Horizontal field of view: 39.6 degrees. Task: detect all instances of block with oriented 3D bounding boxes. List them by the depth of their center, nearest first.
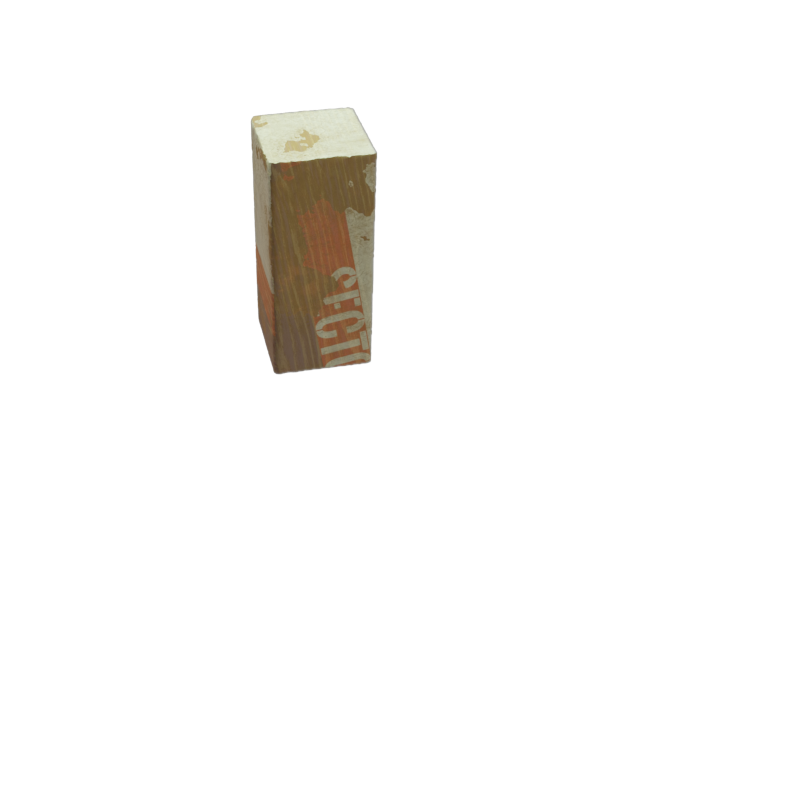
[{"bbox_3d":[-0.075,-0.135,0.948,0.089,0.193,0.098,-6,36,-12],"label":"block"}]
